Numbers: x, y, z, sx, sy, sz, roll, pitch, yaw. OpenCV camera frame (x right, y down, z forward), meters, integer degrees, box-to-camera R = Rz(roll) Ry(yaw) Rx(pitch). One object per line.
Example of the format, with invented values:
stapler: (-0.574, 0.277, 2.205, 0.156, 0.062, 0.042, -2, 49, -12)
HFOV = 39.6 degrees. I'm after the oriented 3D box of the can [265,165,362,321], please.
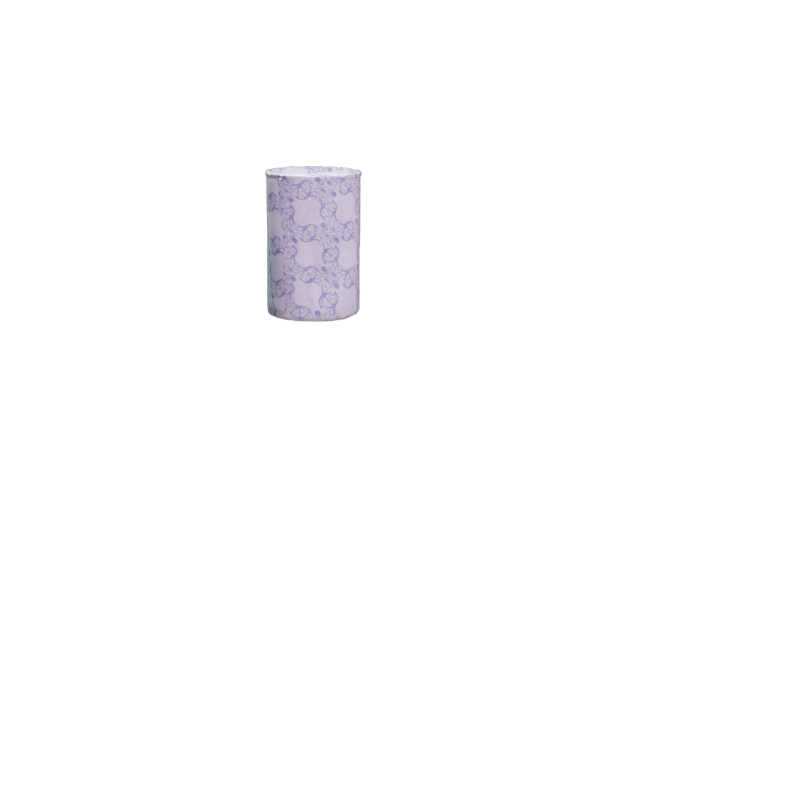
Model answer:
can: (-0.062, -0.112, 0.787, 0.068, 0.100, 0.070, 0, 12, -2)
